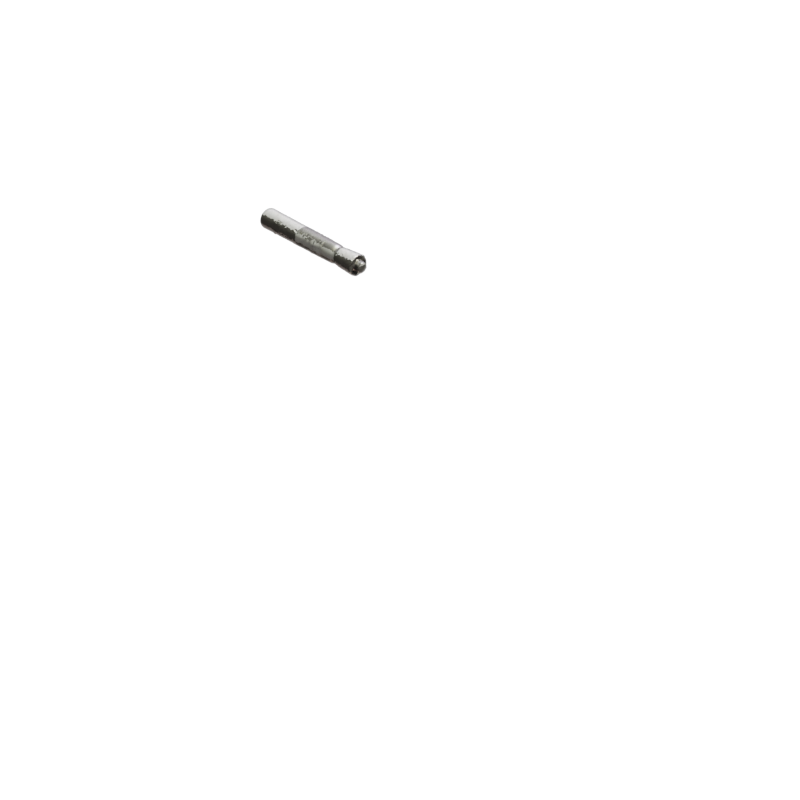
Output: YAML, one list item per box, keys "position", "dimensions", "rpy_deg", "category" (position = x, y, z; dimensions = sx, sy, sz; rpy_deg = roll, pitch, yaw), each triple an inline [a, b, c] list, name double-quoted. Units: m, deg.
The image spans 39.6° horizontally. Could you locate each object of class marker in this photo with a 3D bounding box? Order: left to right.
- position: [-0.073, -0.133, 0.931]
  dimensions: [0.019, 0.019, 0.129]
  rpy_deg: [-3, 27, -45]
  category: "marker"
